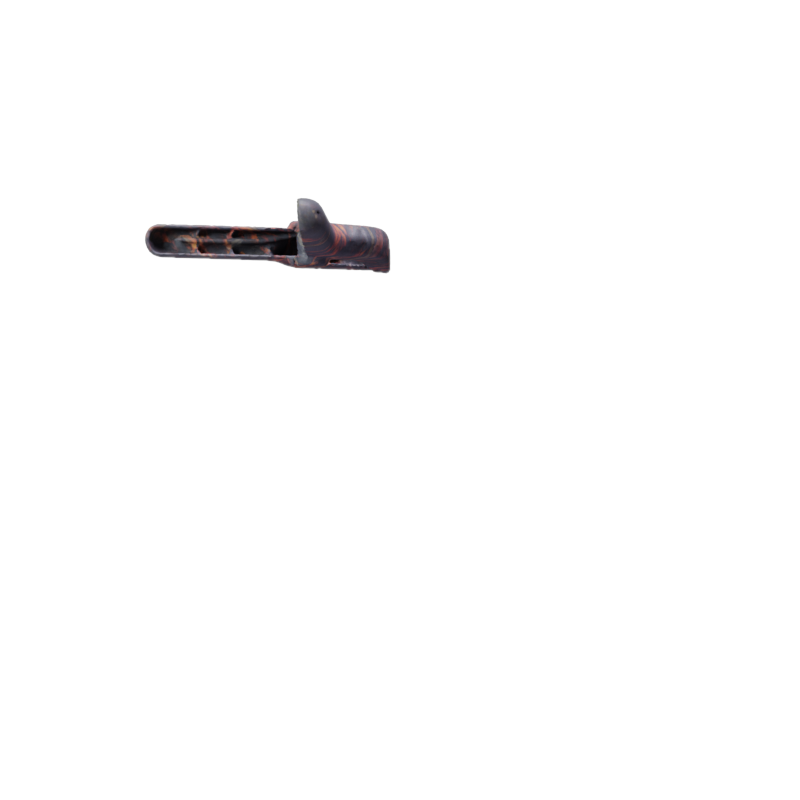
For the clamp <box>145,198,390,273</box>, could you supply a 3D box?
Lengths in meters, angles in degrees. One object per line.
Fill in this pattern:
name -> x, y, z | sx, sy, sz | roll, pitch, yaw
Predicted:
clamp -> -0.067, -0.123, 0.859 | 0.170, 0.037, 0.201 | -1, -1, 44
